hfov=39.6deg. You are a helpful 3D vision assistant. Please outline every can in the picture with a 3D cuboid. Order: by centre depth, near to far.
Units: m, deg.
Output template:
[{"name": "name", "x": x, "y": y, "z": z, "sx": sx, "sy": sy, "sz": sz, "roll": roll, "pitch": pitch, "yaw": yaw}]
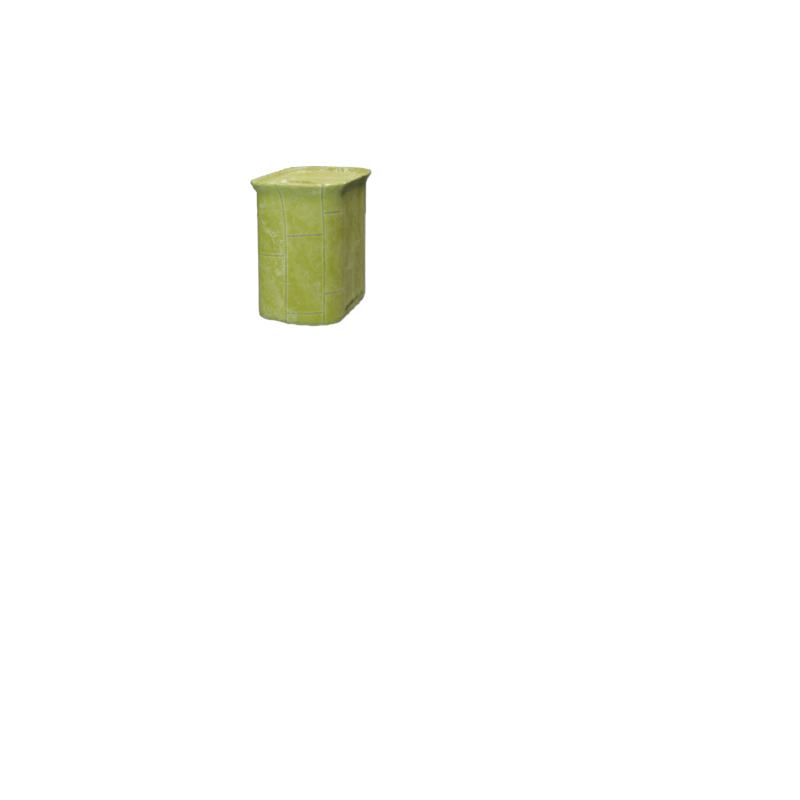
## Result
[{"name": "can", "x": -0.053, "y": -0.097, "z": 0.681, "sx": 0.059, "sy": 0.082, "sz": 0.103, "roll": 3, "pitch": 14, "yaw": 11}]
